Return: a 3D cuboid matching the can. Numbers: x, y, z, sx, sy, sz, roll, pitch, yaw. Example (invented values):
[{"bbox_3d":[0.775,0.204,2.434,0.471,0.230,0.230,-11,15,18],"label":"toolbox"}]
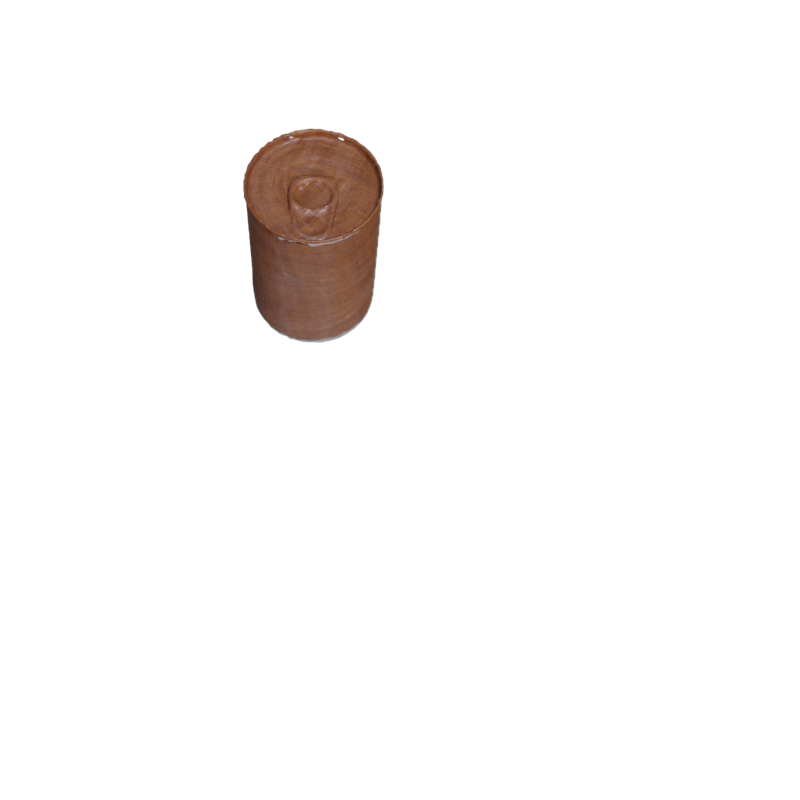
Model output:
[{"bbox_3d":[-0.045,-0.082,0.575,0.068,0.073,0.096,0,-29,-3],"label":"can"}]
